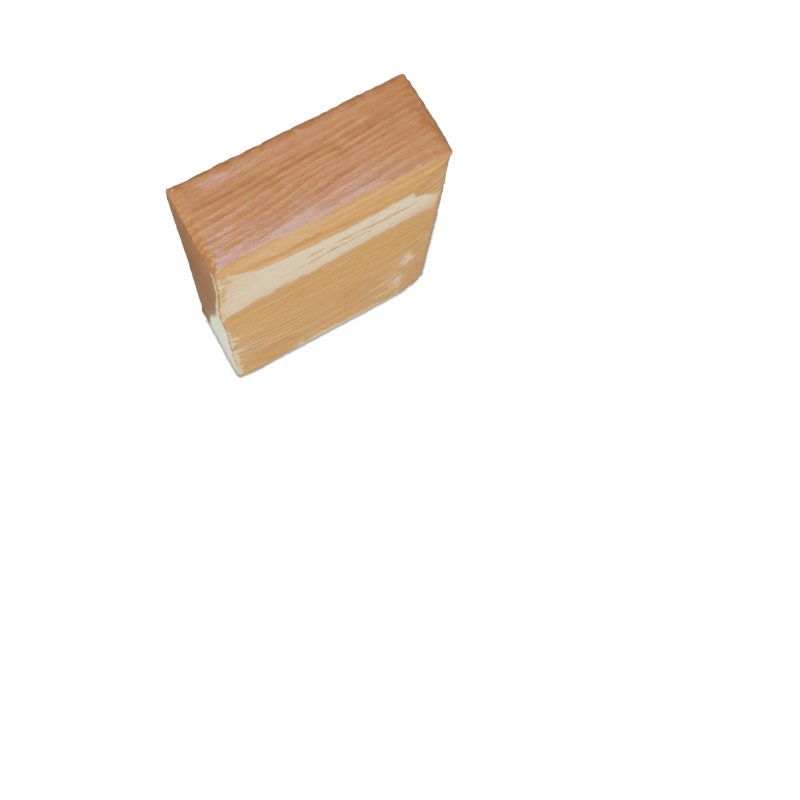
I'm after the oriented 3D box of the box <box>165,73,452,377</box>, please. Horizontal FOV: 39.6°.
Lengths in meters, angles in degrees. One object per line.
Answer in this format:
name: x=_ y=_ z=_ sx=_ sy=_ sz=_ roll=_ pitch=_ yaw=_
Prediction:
box: x=-0.058 y=-0.106 z=0.744 sx=0.164 sy=0.075 sz=0.205 roll=-29 pitch=-12 yaw=-11
